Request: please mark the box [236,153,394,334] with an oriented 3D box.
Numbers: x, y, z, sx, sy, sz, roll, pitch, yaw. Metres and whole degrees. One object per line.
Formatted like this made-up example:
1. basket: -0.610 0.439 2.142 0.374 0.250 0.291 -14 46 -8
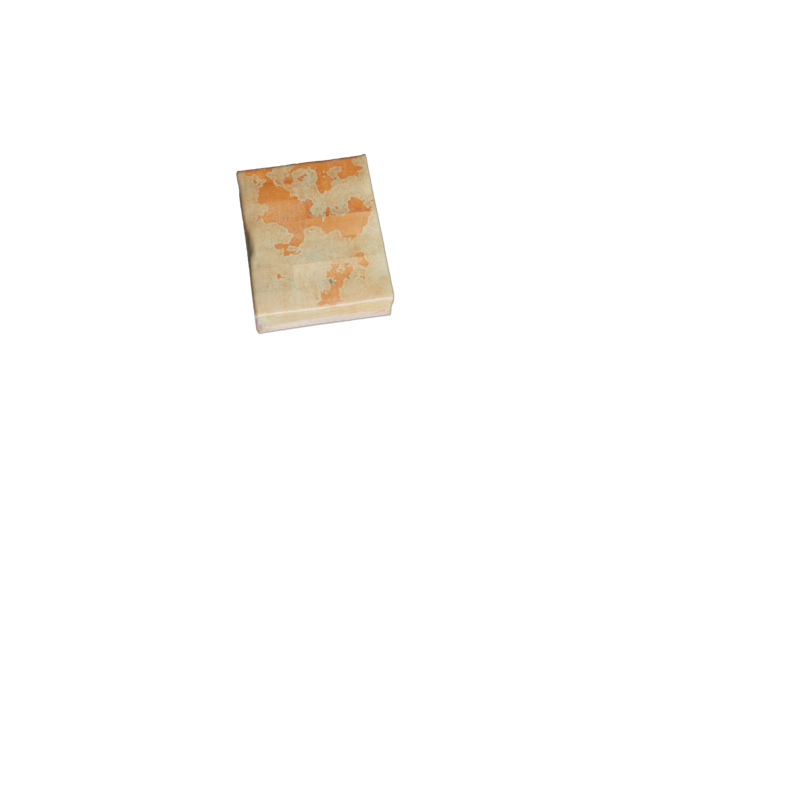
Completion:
1. box: -0.047 -0.085 0.597 0.073 0.094 0.029 -8 -22 -4
